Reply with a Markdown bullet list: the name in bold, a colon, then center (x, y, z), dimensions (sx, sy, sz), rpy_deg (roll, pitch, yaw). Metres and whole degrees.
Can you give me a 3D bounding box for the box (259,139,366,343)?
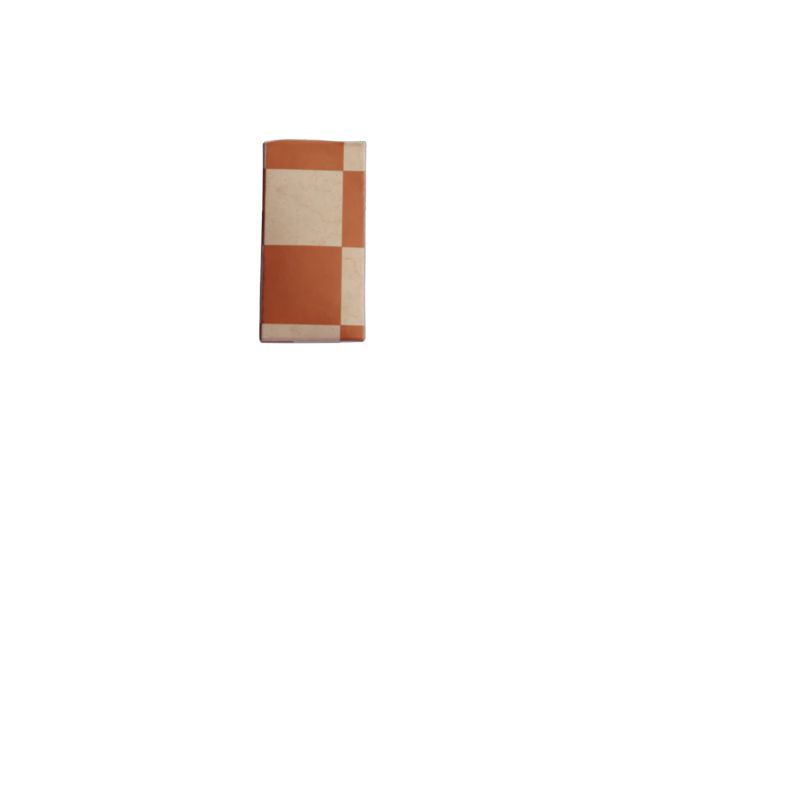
- **box**: center (-0.076, -0.138, 0.968), dimensions (0.093, 0.179, 0.047), rpy_deg (0, -6, -3)
